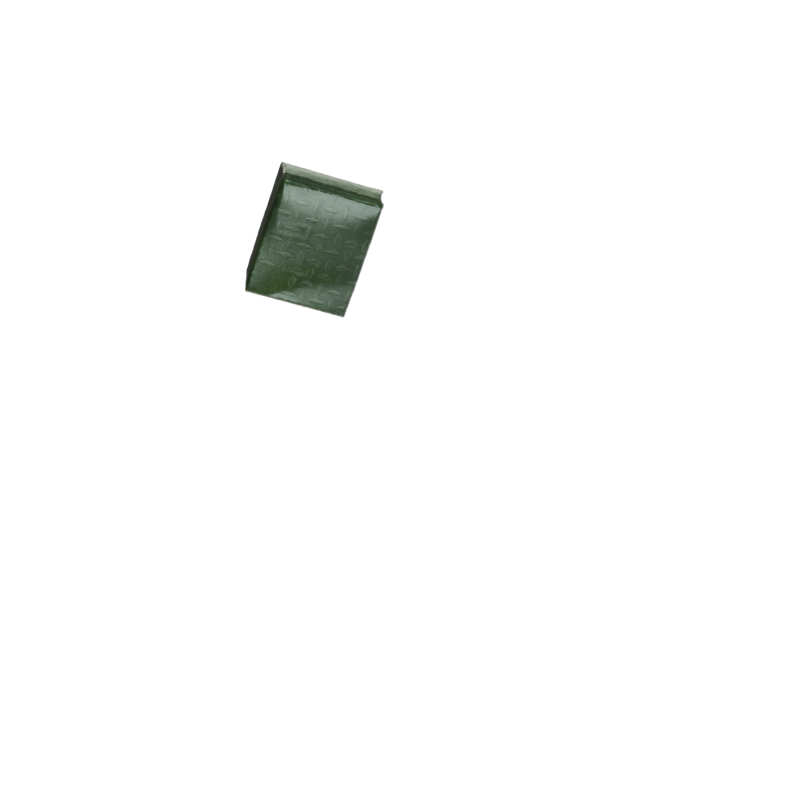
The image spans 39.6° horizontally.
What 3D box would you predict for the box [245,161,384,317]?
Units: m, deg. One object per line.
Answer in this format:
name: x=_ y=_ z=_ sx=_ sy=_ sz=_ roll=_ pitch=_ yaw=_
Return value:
box: x=-0.073 y=-0.132 z=0.926 sx=0.088 sy=0.109 sz=0.041 roll=16 pitch=30 yaw=-10
